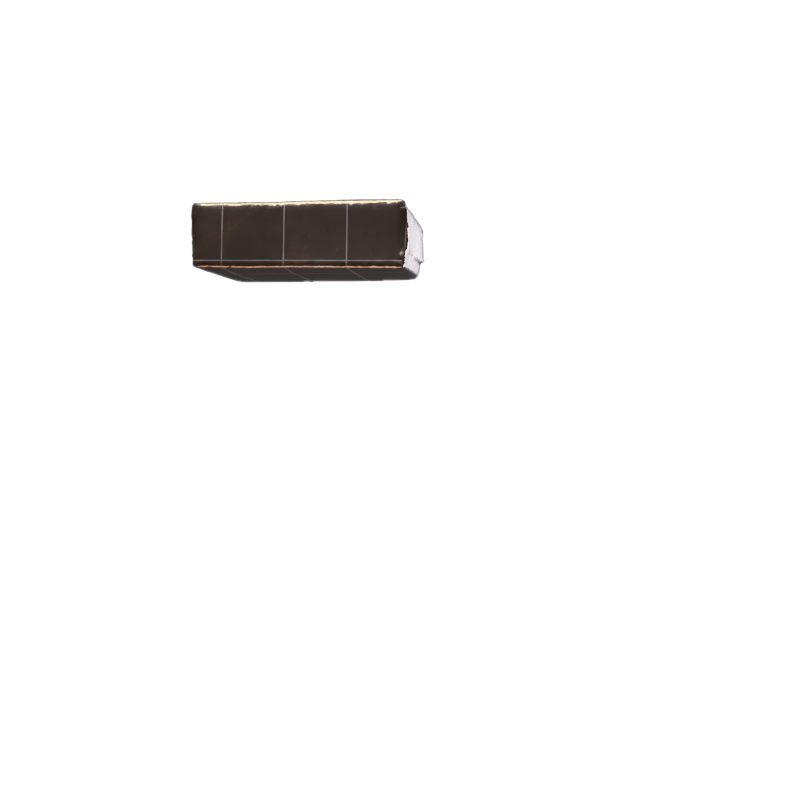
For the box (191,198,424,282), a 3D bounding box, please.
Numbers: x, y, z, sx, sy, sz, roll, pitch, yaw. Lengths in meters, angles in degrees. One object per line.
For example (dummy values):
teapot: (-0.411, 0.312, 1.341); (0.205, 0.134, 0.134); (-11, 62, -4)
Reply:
box: (-0.037, -0.068, 0.477); (0.090, 0.030, 0.072); (0, 1, 9)
